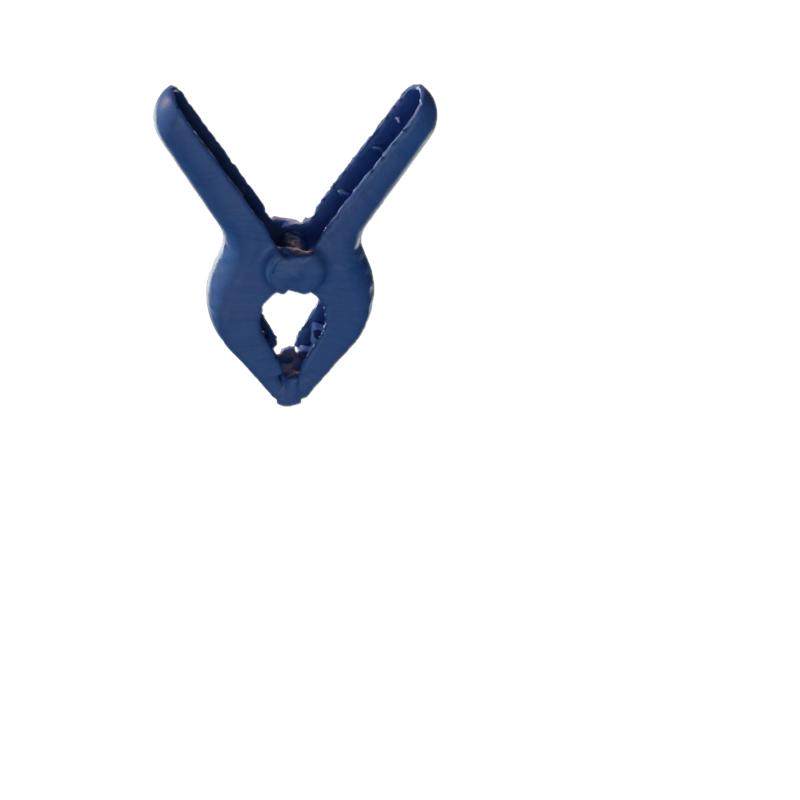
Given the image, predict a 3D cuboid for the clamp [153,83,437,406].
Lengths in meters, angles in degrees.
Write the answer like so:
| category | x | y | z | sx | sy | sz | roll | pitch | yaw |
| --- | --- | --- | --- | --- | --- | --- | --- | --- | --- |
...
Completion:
| category | x | y | z | sx | sy | sz | roll | pitch | yaw |
| --- | --- | --- | --- | --- | --- | --- | --- | --- | --- |
| clamp | -0.040 | -0.073 | 0.510 | 0.120 | 0.159 | 0.042 | -4 | 39 | 3 |
